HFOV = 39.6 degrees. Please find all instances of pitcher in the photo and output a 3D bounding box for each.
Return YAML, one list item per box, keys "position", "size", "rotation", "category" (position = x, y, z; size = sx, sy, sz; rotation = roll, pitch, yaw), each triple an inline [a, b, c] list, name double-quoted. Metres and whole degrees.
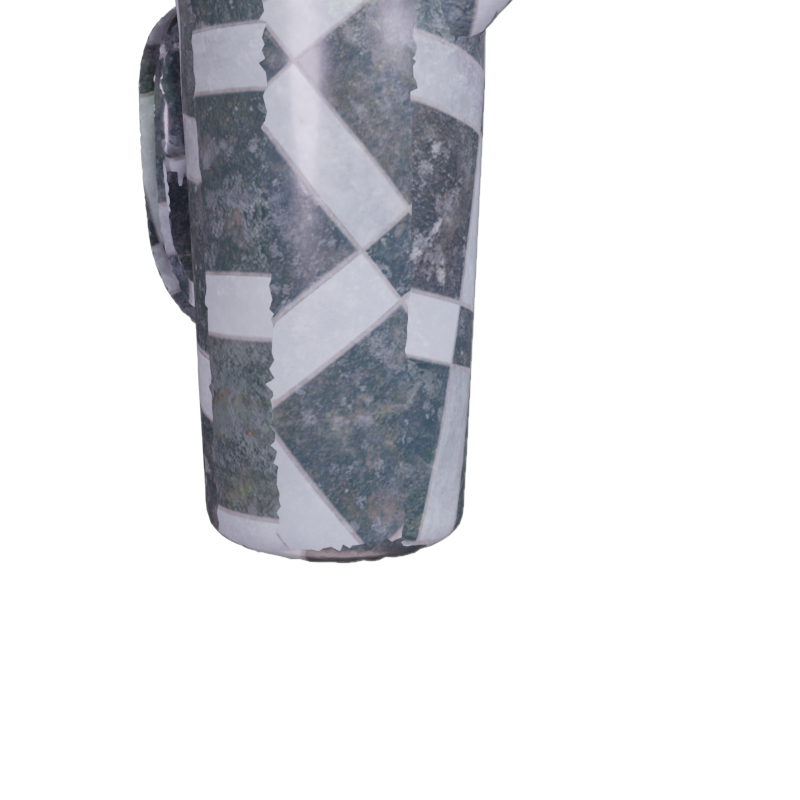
- position: [-0.037, -0.067, 0.470]
  size: [0.143, 0.242, 0.152]
  rotation: [-1, 4, -12]
  category: "pitcher"
